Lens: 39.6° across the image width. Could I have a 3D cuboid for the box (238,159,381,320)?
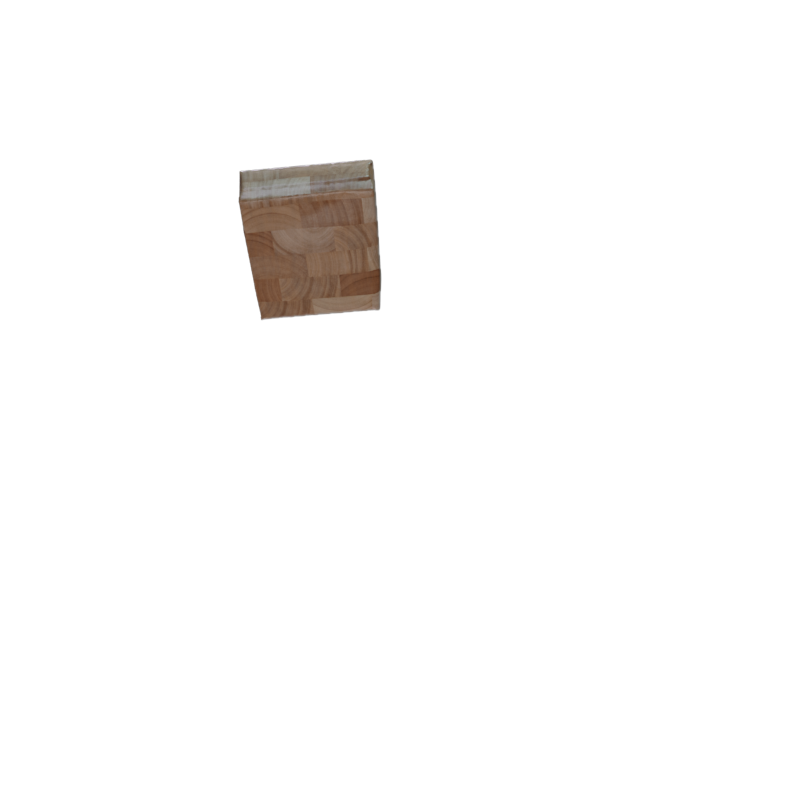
[{"bbox_3d":[-0.059,-0.108,0.758,0.090,0.105,0.042,-3,42,2],"label":"box"}]
